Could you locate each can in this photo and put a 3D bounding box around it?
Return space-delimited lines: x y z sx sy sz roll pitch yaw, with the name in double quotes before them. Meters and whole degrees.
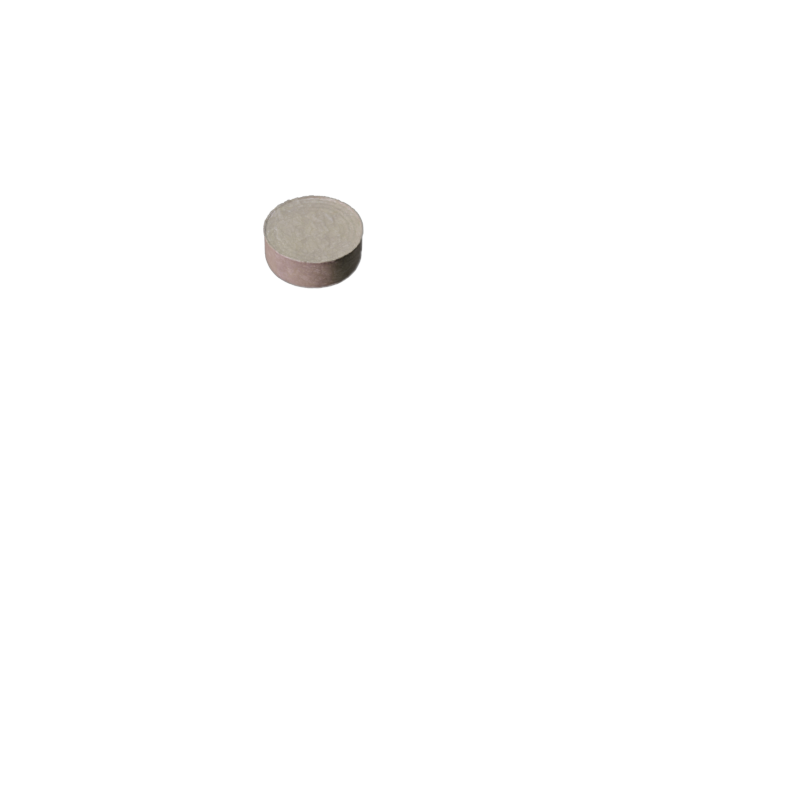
"can" -0.075 -0.136 0.955 0.086 0.092 0.031 -1 -43 -1
